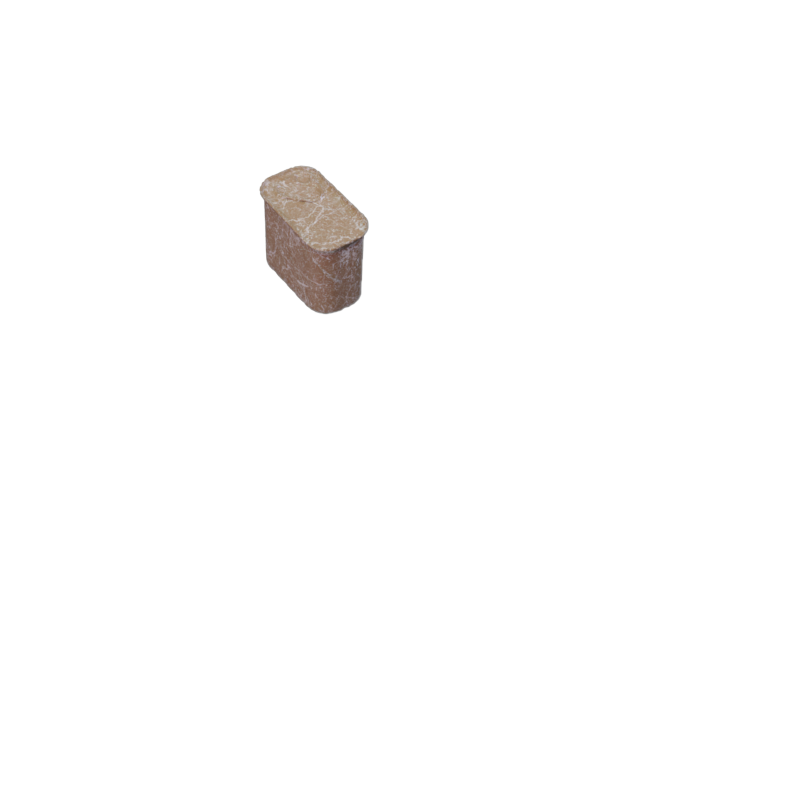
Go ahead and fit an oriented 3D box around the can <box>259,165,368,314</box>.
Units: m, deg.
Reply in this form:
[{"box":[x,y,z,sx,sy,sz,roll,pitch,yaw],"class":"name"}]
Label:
[{"box":[-0.073,-0.134,0.936,0.057,0.078,0.110,-27,55,-24],"class":"can"}]
